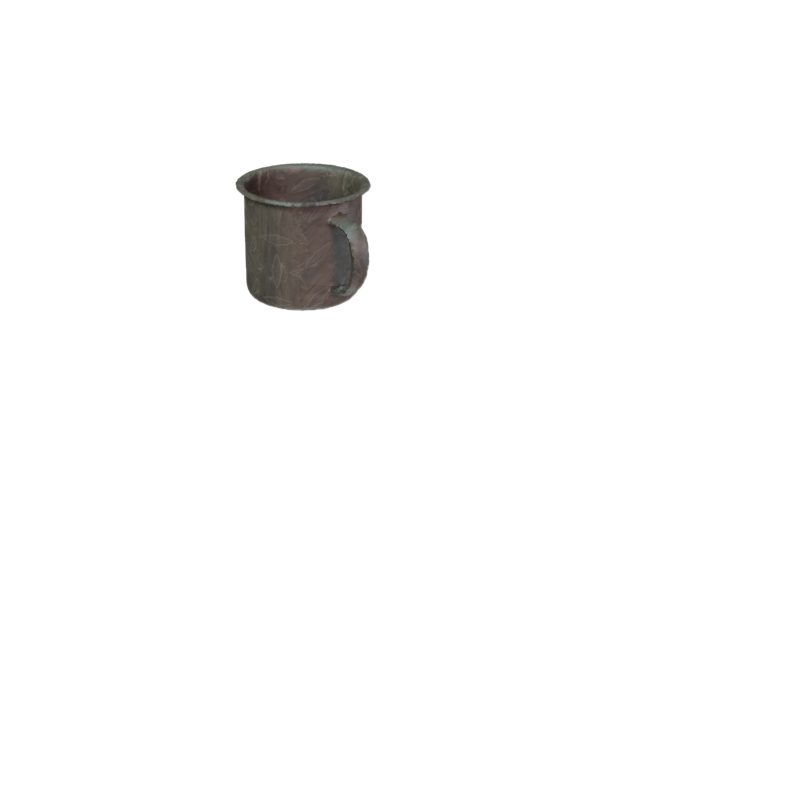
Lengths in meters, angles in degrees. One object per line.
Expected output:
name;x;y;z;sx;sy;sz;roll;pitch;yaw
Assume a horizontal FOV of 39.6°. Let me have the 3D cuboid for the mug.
mug;-0.060;-0.110;0.768;0.092;0.077;0.125;-18;32;-35
